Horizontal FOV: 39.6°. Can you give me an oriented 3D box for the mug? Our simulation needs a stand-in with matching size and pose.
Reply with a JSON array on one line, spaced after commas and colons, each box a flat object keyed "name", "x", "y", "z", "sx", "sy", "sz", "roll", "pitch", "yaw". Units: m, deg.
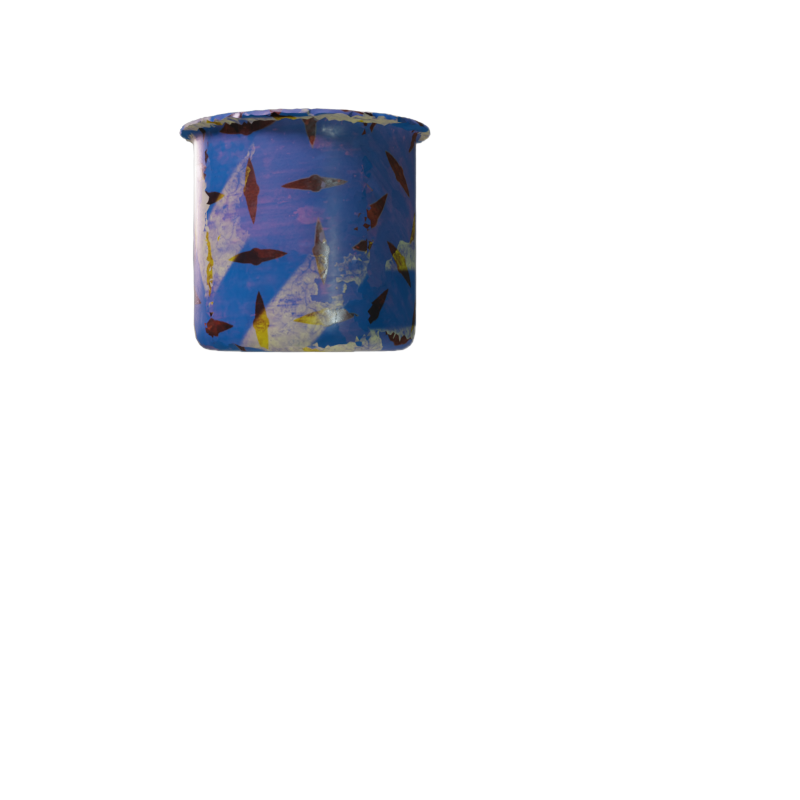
[{"name": "mug", "x": -0.033, "y": -0.060, "z": 0.421, "sx": 0.095, "sy": 0.082, "sz": 0.115, "roll": 0, "pitch": 2, "yaw": 12}]
